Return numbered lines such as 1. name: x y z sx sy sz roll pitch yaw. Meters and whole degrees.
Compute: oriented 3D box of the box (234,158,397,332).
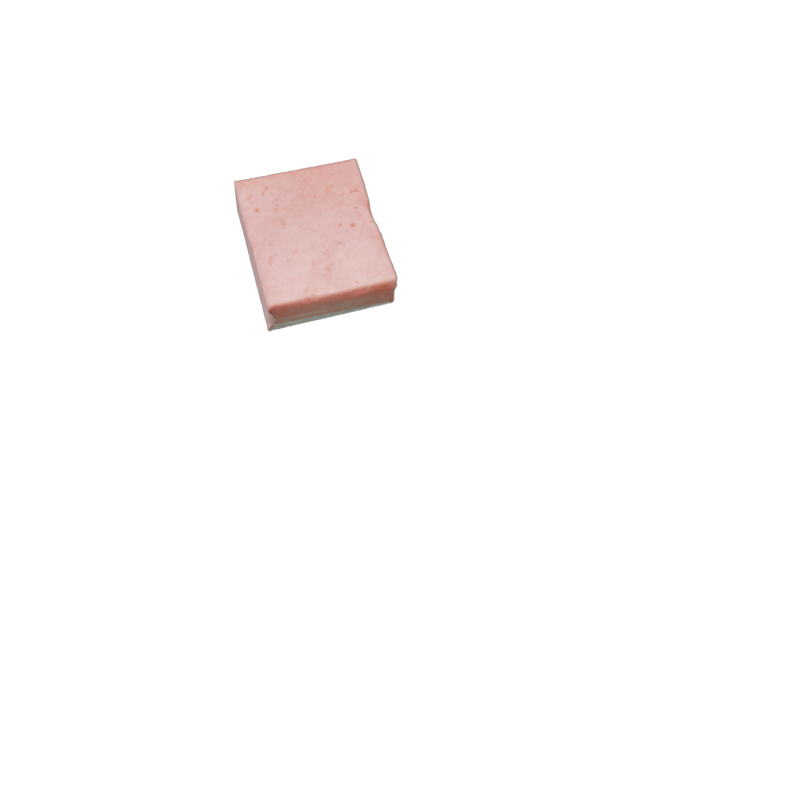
1. box: -0.049 -0.089 0.622 0.073 0.096 0.028 -13 -31 -8
